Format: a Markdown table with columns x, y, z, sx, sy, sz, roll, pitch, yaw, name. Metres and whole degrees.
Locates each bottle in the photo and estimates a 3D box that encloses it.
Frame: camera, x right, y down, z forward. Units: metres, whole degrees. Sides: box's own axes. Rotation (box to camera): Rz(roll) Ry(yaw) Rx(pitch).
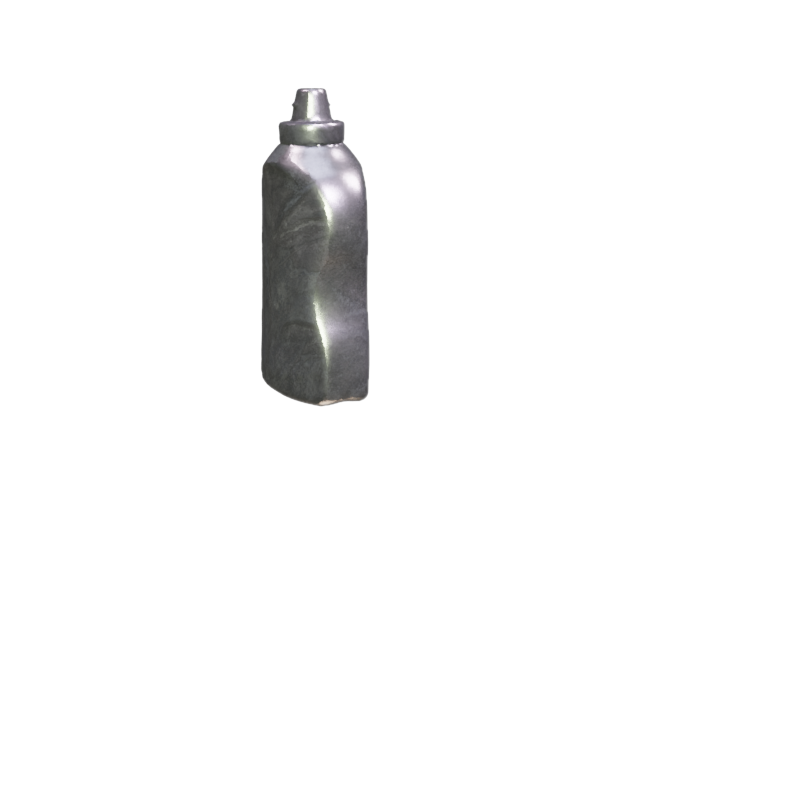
| x | y | z | sx | sy | sz | roll | pitch | yaw | name |
| --- | --- | --- | --- | --- | --- | --- | --- | --- | --- |
| -0.055 | -0.100 | 0.700 | 0.057 | 0.187 | 0.101 | -4 | 12 | -27 | bottle |
